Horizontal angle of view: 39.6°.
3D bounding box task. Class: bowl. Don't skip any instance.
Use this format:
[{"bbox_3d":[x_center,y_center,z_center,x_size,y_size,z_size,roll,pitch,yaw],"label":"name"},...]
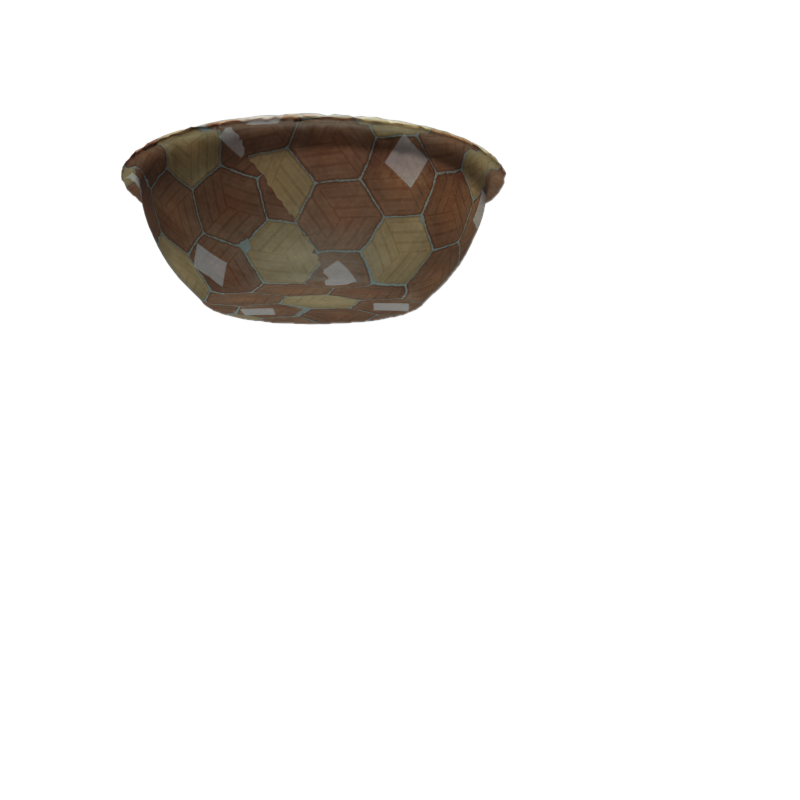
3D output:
[{"bbox_3d":[-0.037,-0.067,0.466,0.162,0.057,0.158,0,-8,-2],"label":"bowl"}]
